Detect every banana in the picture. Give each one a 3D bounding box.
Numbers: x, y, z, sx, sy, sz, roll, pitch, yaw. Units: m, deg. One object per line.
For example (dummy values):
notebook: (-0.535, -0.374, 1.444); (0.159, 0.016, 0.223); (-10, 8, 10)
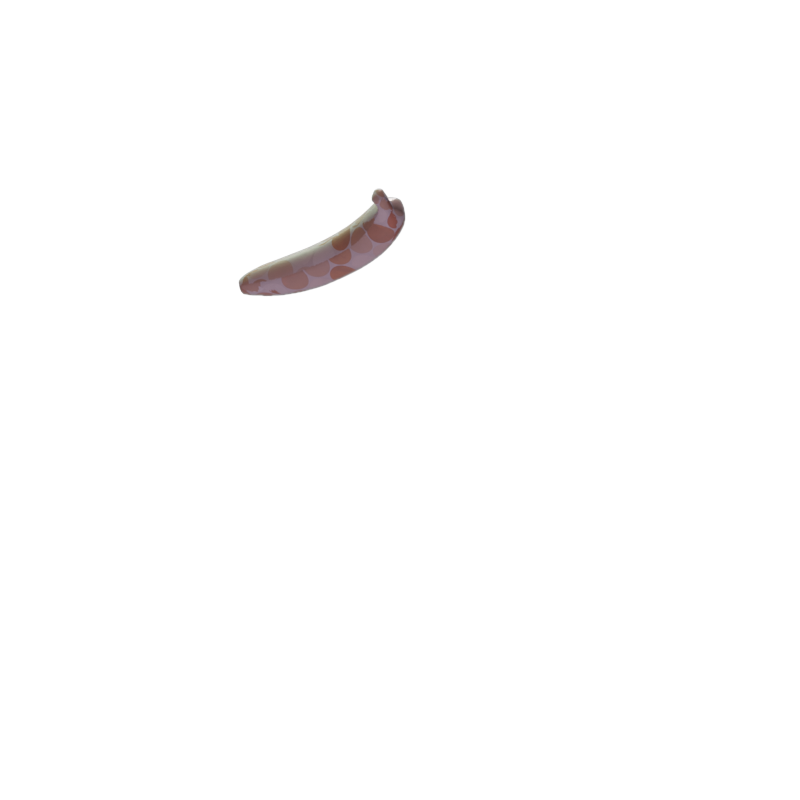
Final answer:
banana: (-0.058, -0.132, 0.959); (0.065, 0.039, 0.197); (23, -35, -36)
